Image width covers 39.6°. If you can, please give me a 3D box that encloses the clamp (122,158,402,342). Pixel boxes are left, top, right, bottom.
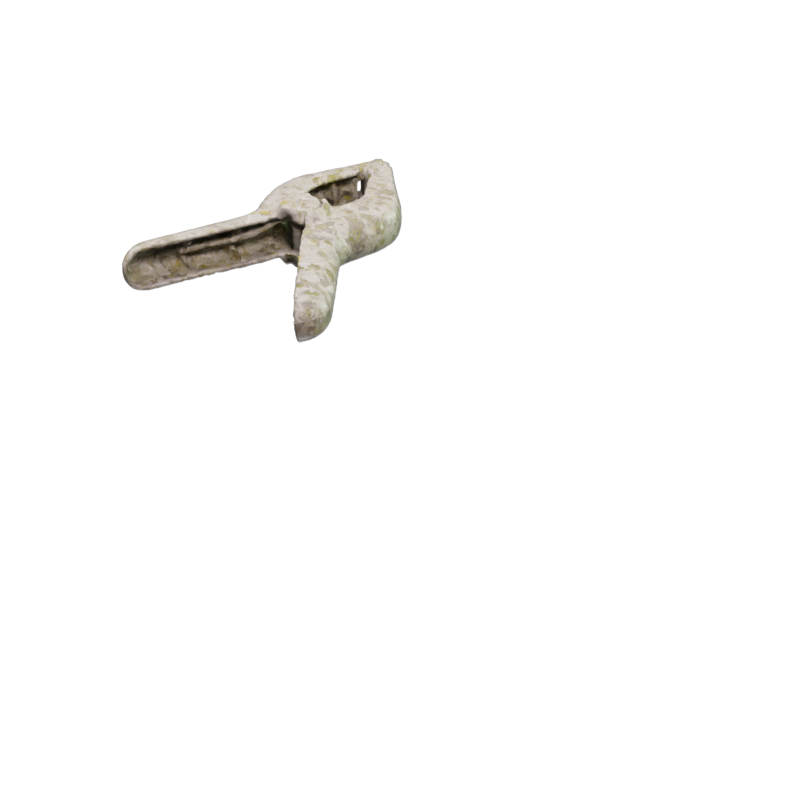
[{"bbox_3d":[-0.045,-0.083,0.581,0.128,0.037,0.172,28,45,31],"label":"clamp"}]
